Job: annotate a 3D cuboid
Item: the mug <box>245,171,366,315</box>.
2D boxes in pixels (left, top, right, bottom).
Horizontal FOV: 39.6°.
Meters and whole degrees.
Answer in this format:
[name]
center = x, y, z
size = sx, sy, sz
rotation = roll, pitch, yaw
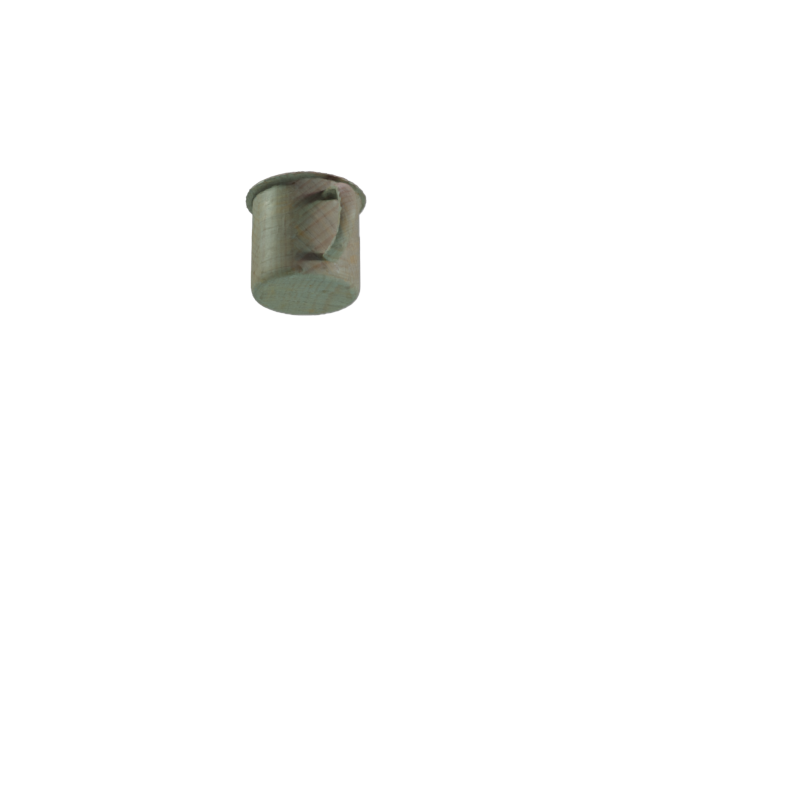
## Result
[mug]
center = -0.065, -0.118, 0.825
size = 0.089, 0.086, 0.116
rotation = 12, -25, -29
